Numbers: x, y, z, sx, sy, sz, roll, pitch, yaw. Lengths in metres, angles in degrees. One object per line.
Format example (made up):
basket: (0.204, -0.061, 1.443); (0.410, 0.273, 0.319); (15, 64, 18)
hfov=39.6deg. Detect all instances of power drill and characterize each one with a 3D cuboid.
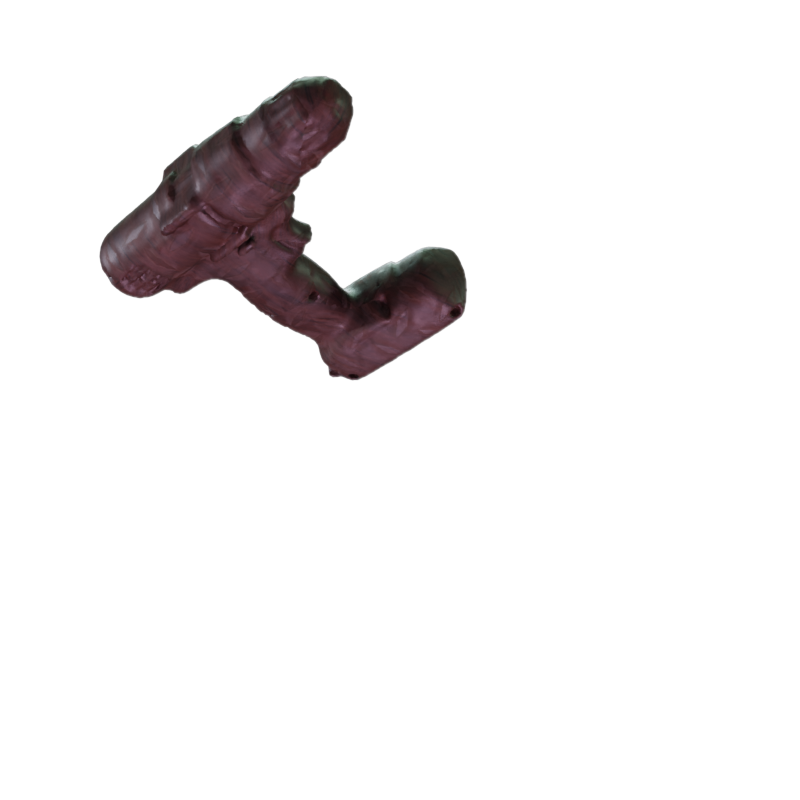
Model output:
power drill: (-0.050, -0.090, 0.633); (0.183, 0.061, 0.176); (-30, -45, 35)
